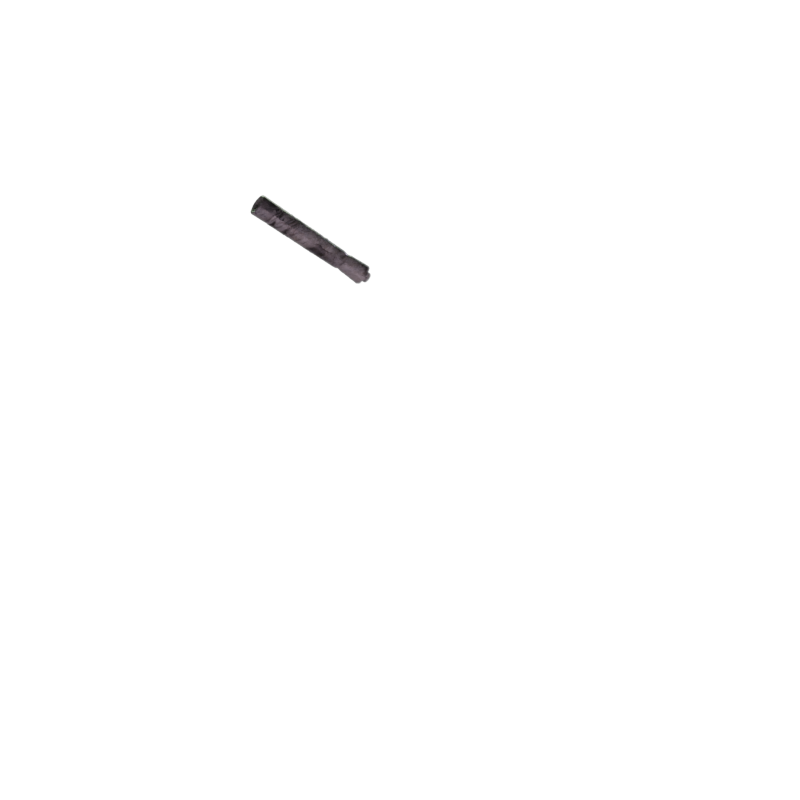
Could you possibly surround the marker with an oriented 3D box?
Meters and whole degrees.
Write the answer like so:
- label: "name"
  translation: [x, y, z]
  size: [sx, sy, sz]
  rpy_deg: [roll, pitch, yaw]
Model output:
- label: "marker"
  translation: [-0.075, -0.136, 0.953]
  size: [0.116, 0.020, 0.020]
  rpy_deg: [32, -9, -19]
